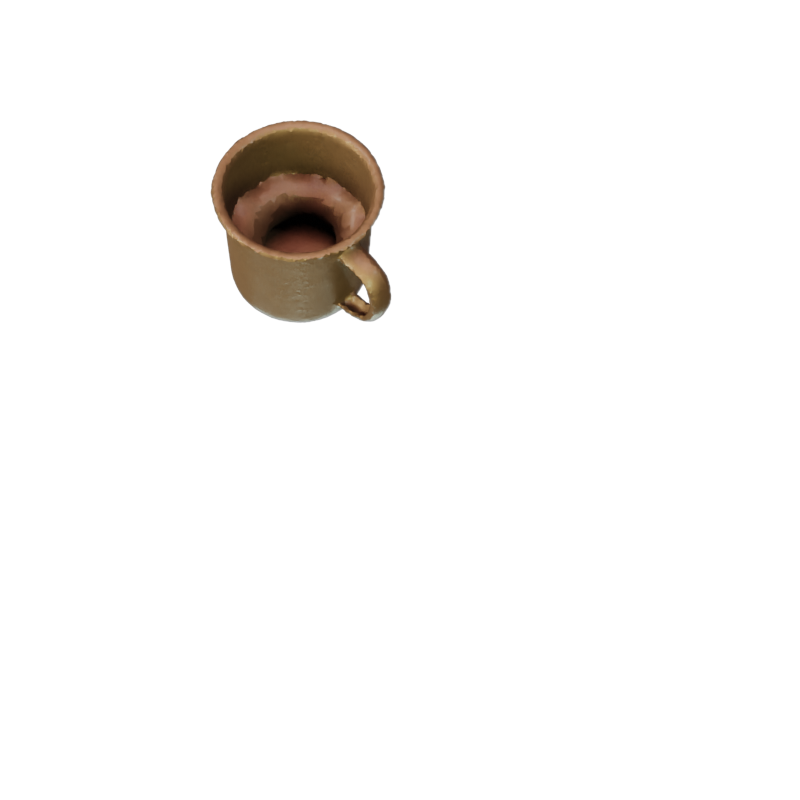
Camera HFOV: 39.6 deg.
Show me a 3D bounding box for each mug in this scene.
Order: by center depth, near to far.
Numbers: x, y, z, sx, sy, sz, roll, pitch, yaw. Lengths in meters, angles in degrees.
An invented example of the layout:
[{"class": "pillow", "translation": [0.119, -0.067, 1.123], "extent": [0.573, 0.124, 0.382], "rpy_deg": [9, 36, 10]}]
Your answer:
[{"class": "mug", "translation": [-0.049, -0.089, 0.622], "extent": [0.094, 0.123, 0.076], "rpy_deg": [-40, -22, -22]}]
